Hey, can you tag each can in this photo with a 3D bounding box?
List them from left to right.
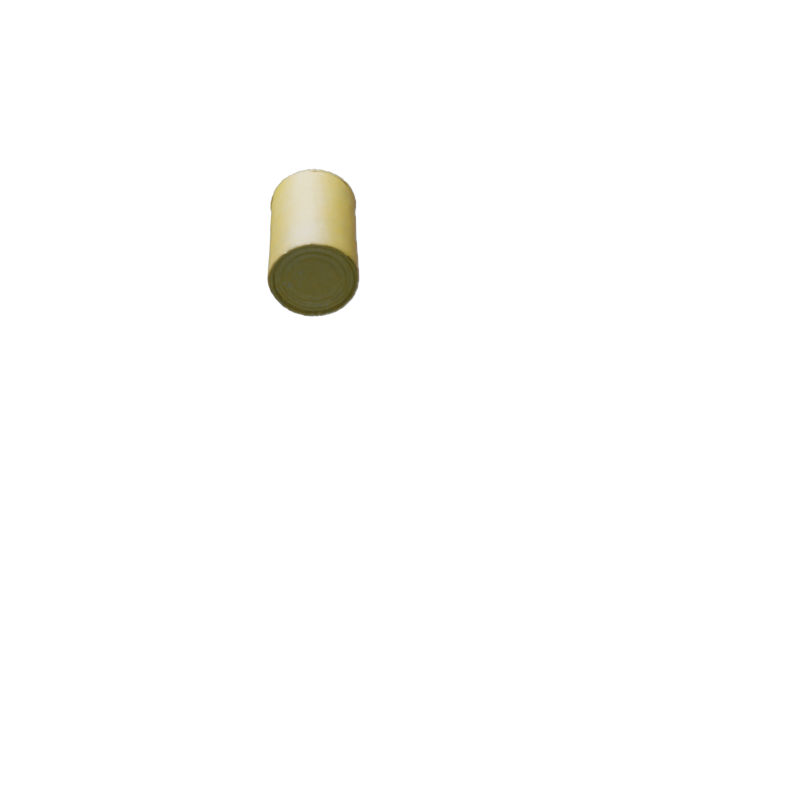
[{"bbox_3d":[-0.066,-0.120,0.838,0.068,0.064,0.109,-1,39,-3],"label":"can"}]
